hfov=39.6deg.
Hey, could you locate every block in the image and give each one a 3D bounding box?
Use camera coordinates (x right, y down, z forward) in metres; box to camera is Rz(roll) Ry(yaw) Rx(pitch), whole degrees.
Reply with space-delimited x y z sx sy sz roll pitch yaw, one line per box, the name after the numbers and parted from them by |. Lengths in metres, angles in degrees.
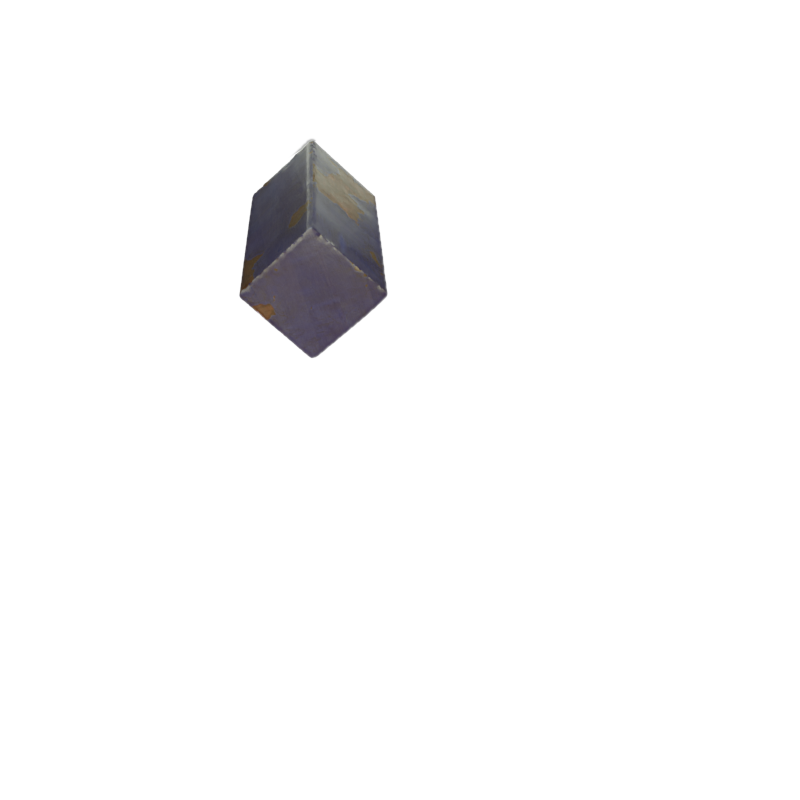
-0.078 -0.142 0.997 0.086 0.089 0.219 41 21 -24 | block
